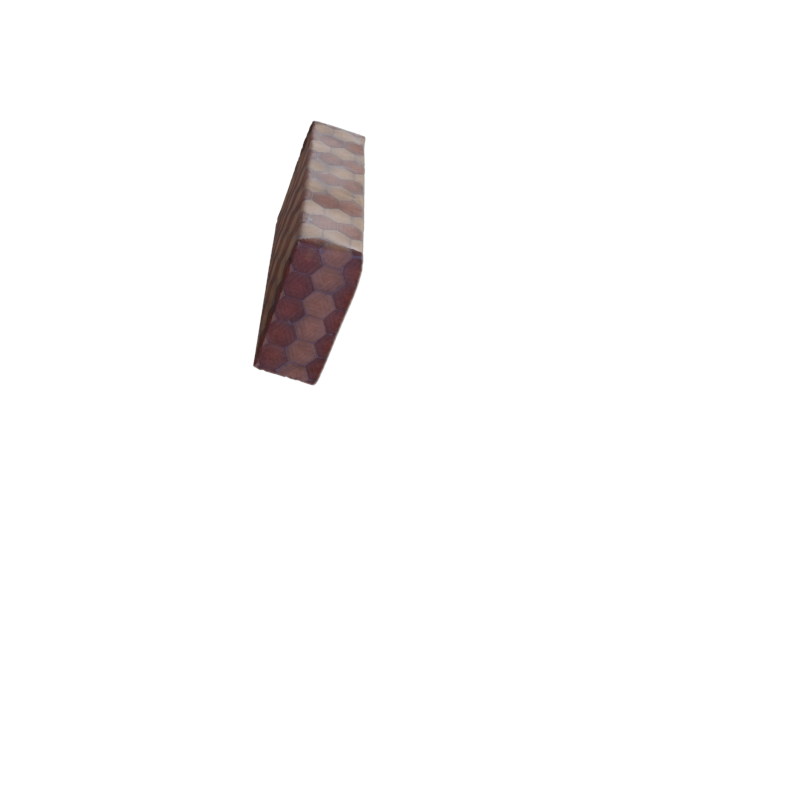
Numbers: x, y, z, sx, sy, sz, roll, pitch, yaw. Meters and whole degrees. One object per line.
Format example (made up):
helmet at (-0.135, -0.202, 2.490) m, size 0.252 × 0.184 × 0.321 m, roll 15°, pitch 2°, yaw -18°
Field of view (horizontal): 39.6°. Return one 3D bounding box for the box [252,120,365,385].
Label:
box at (-0.055, -0.100, 0.702) m, size 0.047 × 0.089 × 0.188 m, roll 16°, pitch 31°, yaw -14°
